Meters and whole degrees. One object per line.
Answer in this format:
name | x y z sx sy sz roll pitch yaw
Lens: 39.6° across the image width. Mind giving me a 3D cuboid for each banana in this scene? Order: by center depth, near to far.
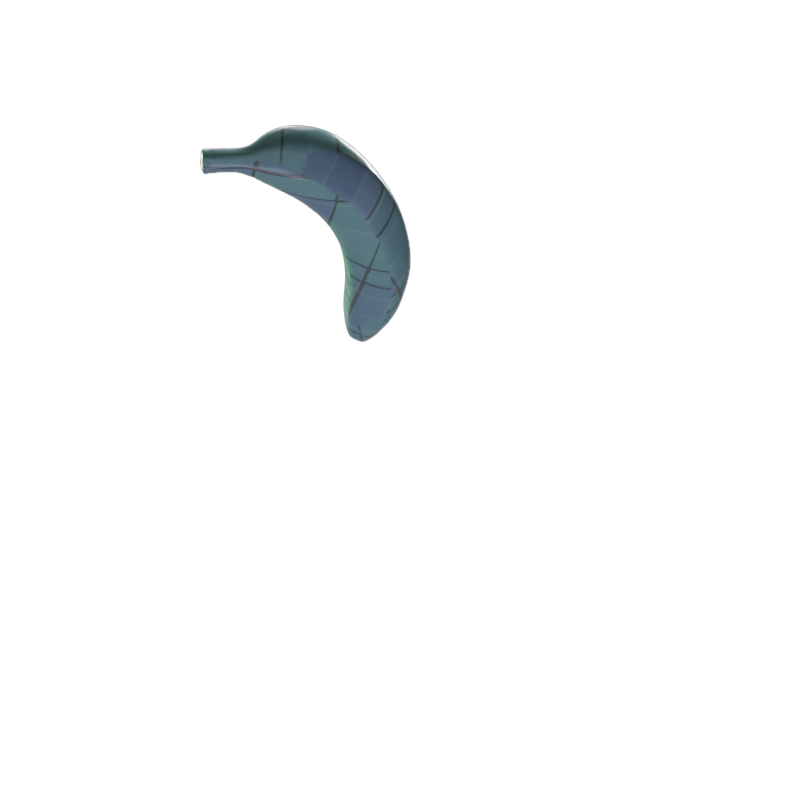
banana | -0.031 -0.091 0.595 0.070 0.039 0.183 -13 -32 19
